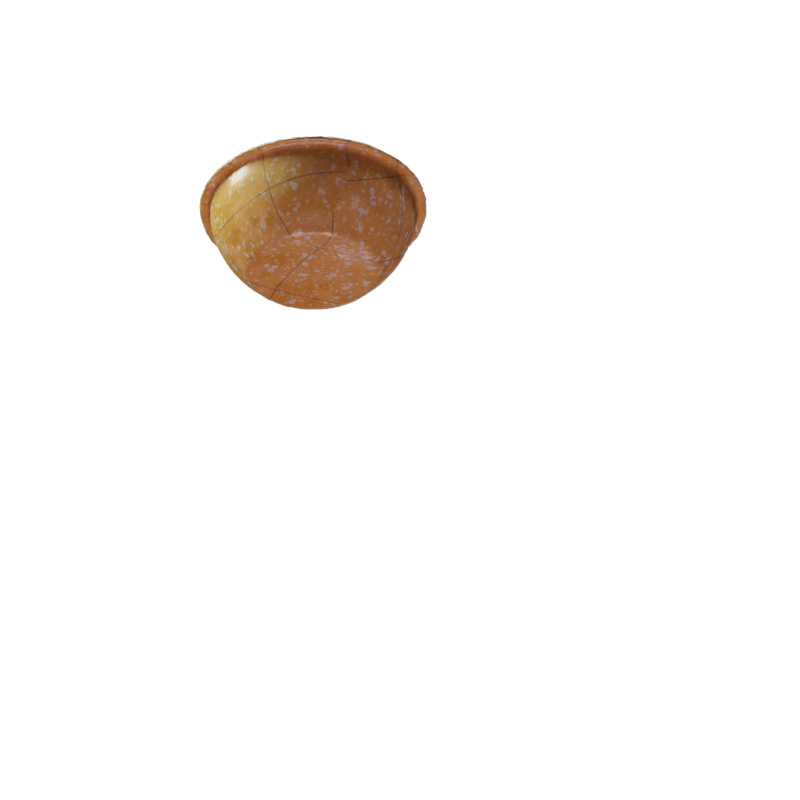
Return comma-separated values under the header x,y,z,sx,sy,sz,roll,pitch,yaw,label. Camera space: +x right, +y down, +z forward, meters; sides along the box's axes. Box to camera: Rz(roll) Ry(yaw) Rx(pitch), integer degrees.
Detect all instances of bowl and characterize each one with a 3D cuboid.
x,y,z,sx,sy,sz,roll,pitch,yaw,label
-0.060,-0.110,0.772,0.162,0.059,0.152,1,-32,-2,bowl
